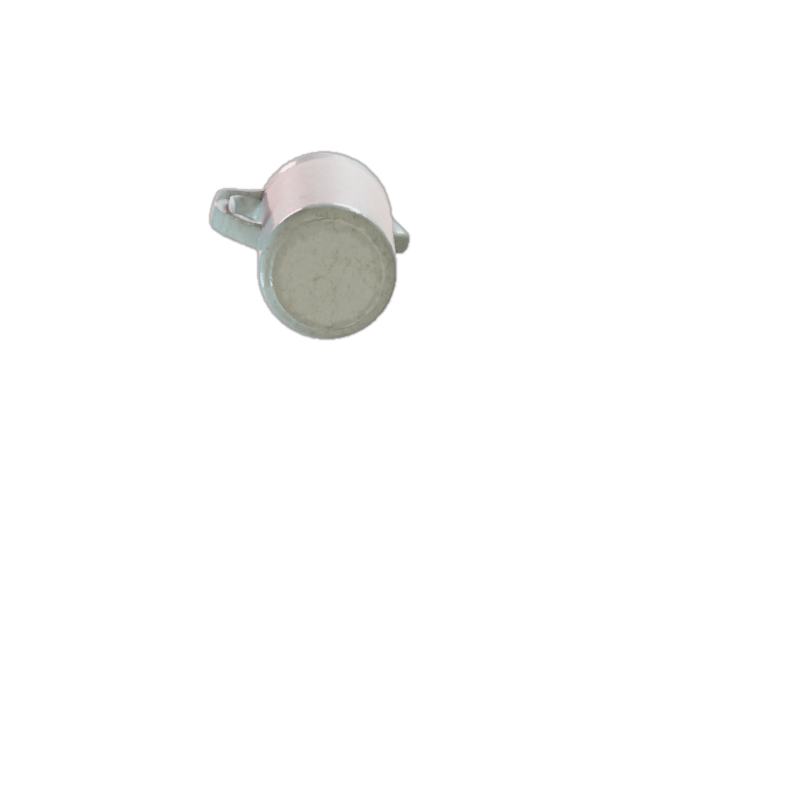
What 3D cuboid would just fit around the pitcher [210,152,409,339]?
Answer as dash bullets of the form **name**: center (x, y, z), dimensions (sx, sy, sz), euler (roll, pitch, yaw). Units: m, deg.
- **pitcher**: center (-0.076, -0.138, 0.967), dimensions (0.149, 0.140, 0.252), euler (-29, 16, 5)
